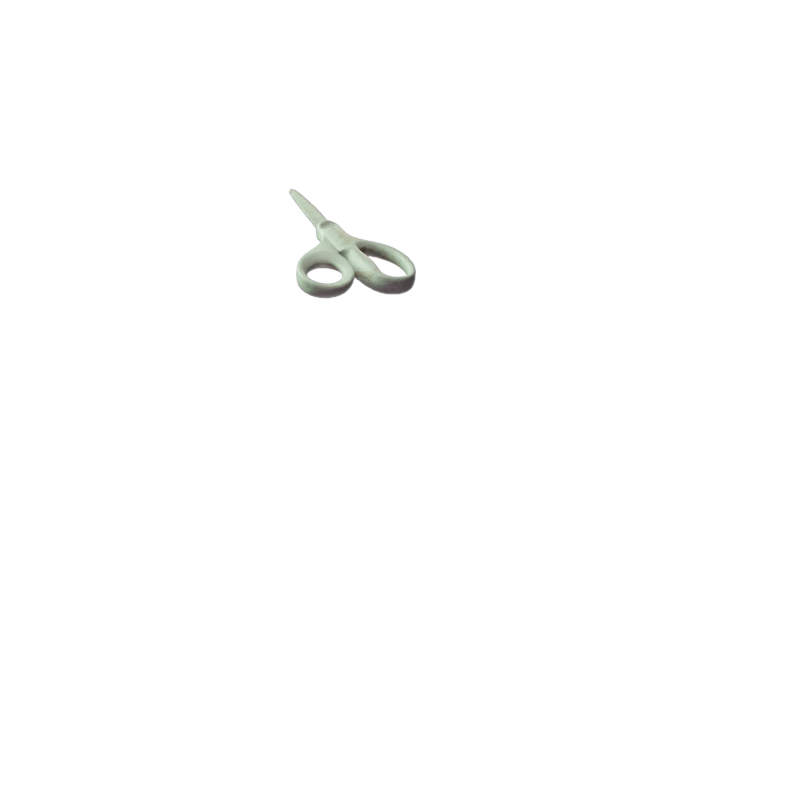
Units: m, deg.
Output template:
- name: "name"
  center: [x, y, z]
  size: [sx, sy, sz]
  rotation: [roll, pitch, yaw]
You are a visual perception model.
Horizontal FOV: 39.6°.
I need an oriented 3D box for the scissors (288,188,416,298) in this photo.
- name: "scissors"
  center: [-0.068, -0.125, 0.874]
  size: [0.095, 0.015, 0.217]
  rotation: [-20, 36, -30]
